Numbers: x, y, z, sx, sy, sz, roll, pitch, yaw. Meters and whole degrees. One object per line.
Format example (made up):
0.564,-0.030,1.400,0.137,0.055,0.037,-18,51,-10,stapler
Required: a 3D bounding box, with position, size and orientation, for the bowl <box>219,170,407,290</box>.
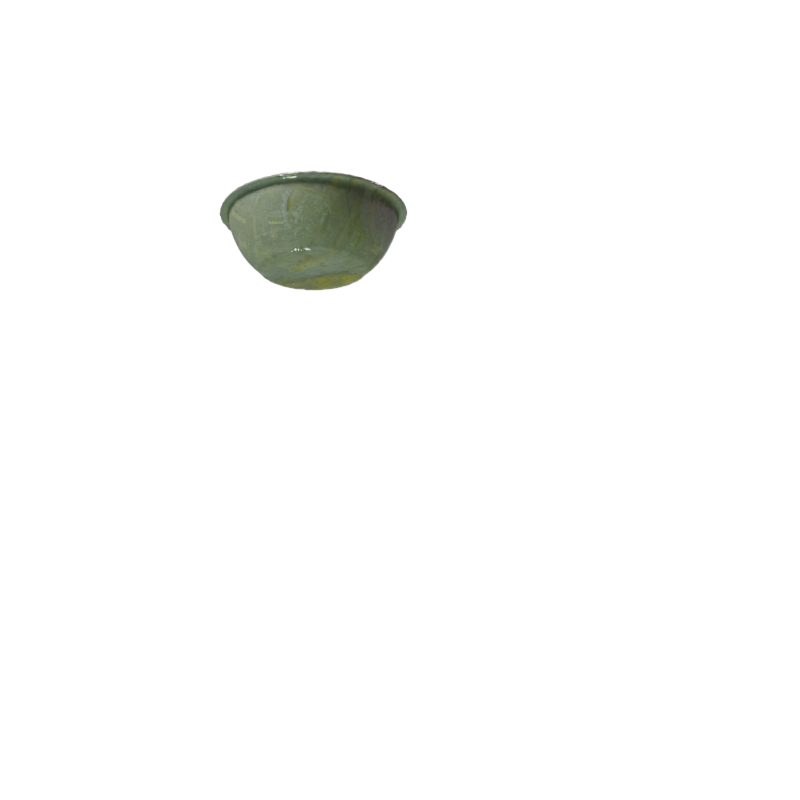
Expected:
-0.074,-0.136,0.949,0.162,0.058,0.155,0,-18,-2,bowl
